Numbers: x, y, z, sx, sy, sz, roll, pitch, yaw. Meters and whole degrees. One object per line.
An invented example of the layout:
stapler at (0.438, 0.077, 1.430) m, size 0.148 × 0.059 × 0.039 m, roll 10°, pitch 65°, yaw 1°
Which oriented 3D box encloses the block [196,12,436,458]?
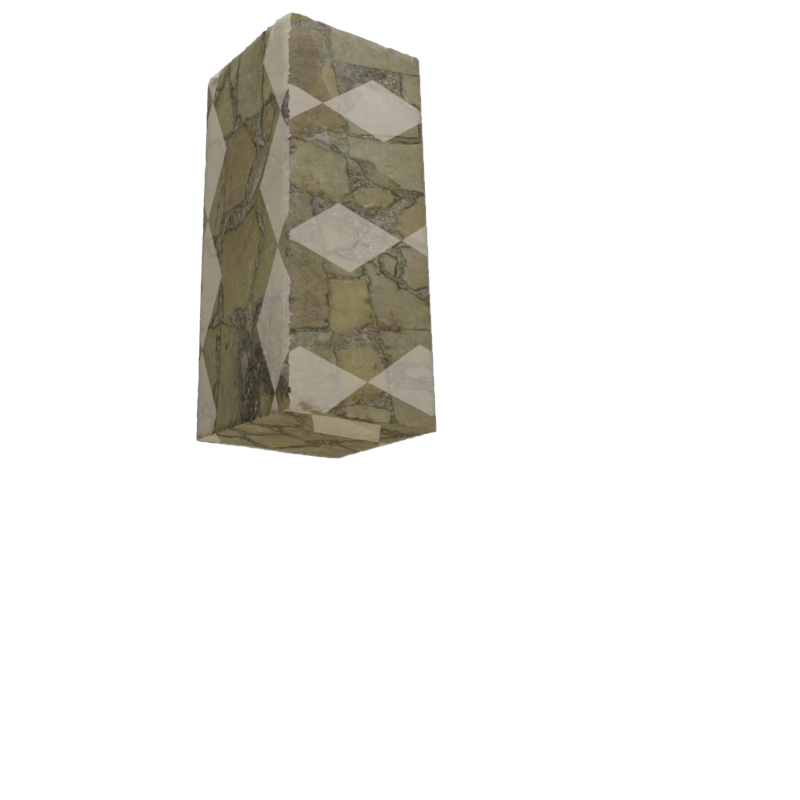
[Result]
block at (-0.046, -0.083, 0.583) m, size 0.086 × 0.216 × 0.091 m, roll 12°, pitch -24°, yaw -34°
